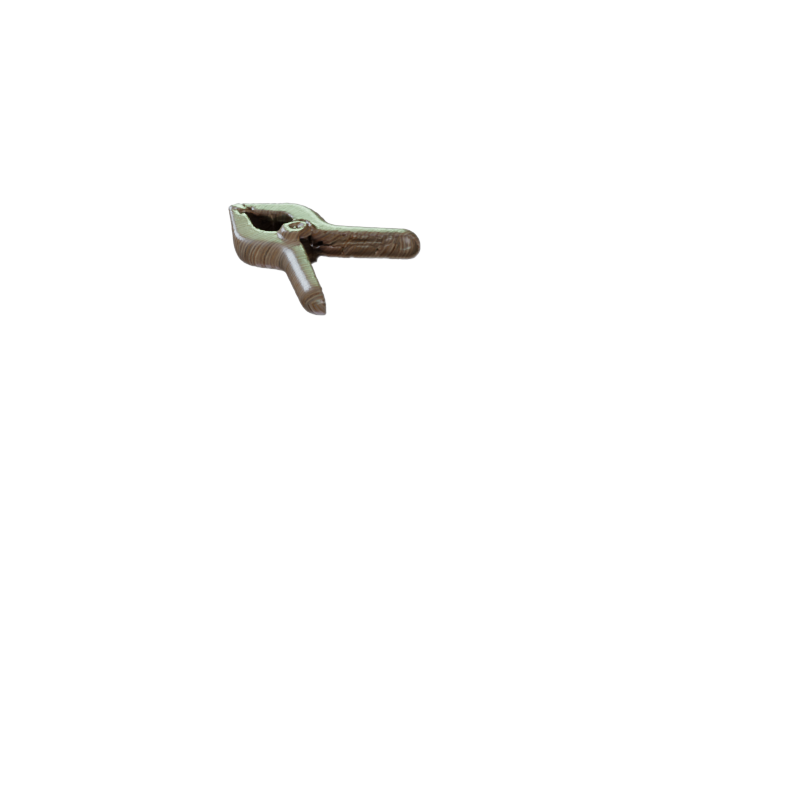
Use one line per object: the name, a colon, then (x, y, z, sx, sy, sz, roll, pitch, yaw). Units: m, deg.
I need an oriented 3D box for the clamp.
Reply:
clamp: (-0.071, -0.129, 0.906, 0.119, 0.037, 0.184, -23, 40, -30)
